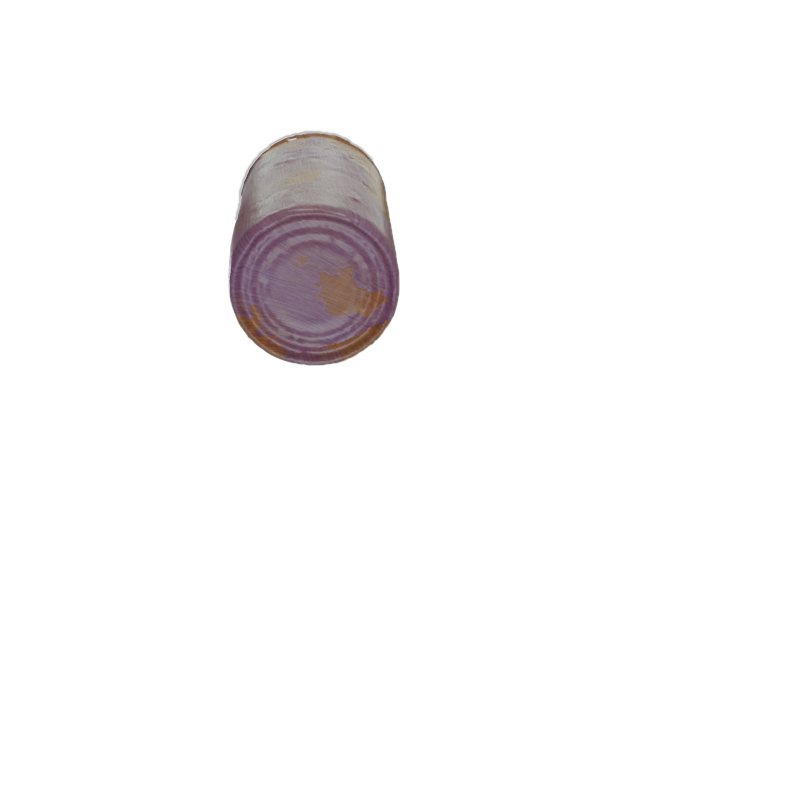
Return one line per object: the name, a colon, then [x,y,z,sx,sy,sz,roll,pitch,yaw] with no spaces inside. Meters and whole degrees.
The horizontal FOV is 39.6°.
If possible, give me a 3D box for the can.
can: [-0.037,-0.067,0.468,0.068,0.065,0.108,0,26,-3]
